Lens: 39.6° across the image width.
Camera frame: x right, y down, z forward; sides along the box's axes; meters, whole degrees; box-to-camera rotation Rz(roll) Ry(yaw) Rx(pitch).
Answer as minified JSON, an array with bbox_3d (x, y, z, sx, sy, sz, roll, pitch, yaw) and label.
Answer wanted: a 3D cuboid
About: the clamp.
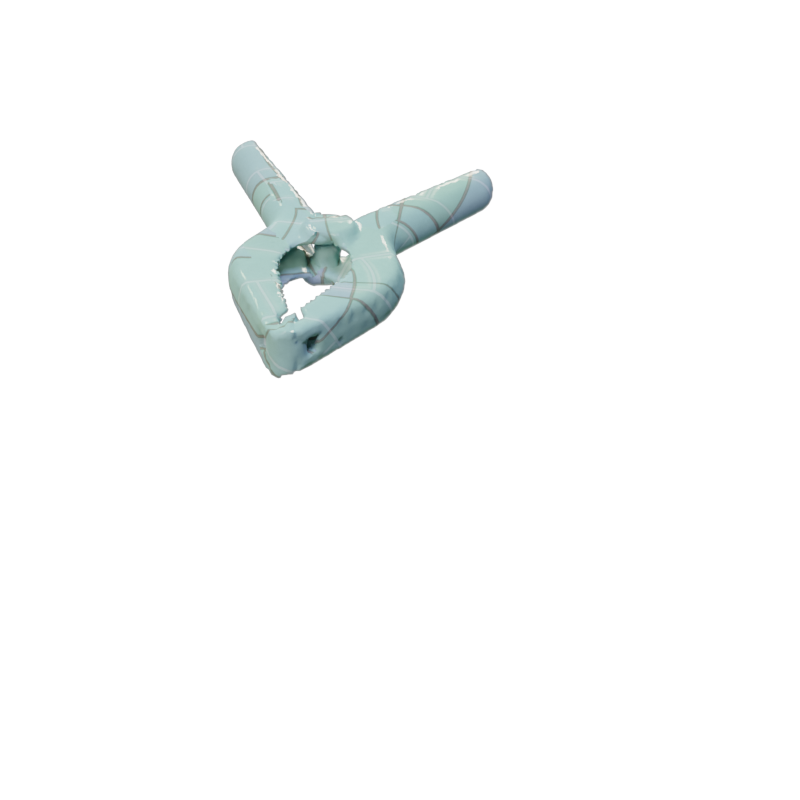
[{"bbox_3d":[-0.049,-0.089,0.626,0.169,0.034,0.218,11,39,14],"label":"clamp"}]
